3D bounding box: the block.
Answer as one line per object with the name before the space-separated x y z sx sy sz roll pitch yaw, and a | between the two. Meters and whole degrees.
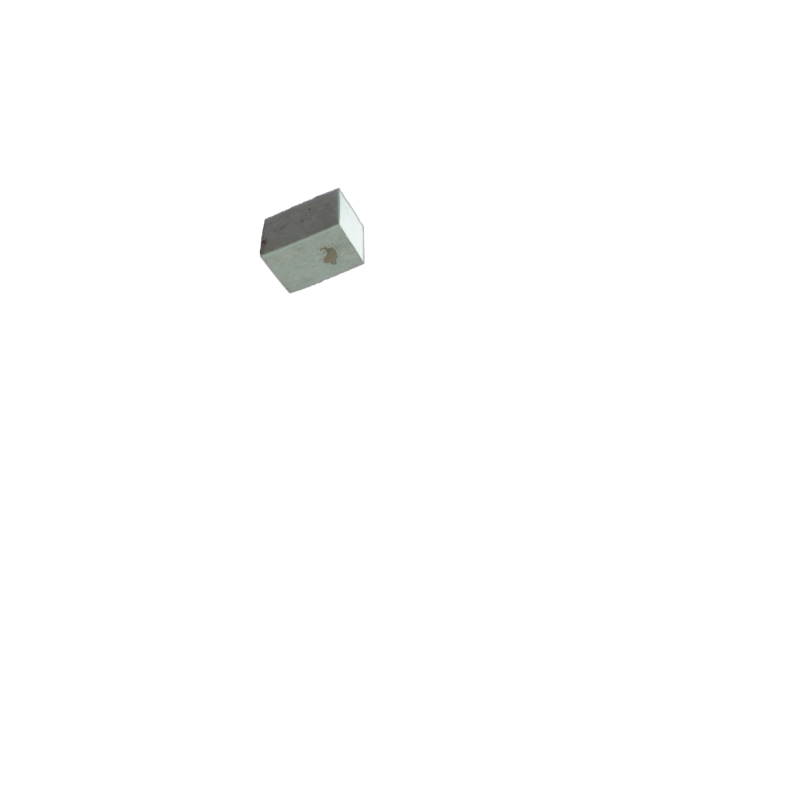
block | -0.076 -0.138 0.970 0.078 0.055 0.049 -20 -49 17
